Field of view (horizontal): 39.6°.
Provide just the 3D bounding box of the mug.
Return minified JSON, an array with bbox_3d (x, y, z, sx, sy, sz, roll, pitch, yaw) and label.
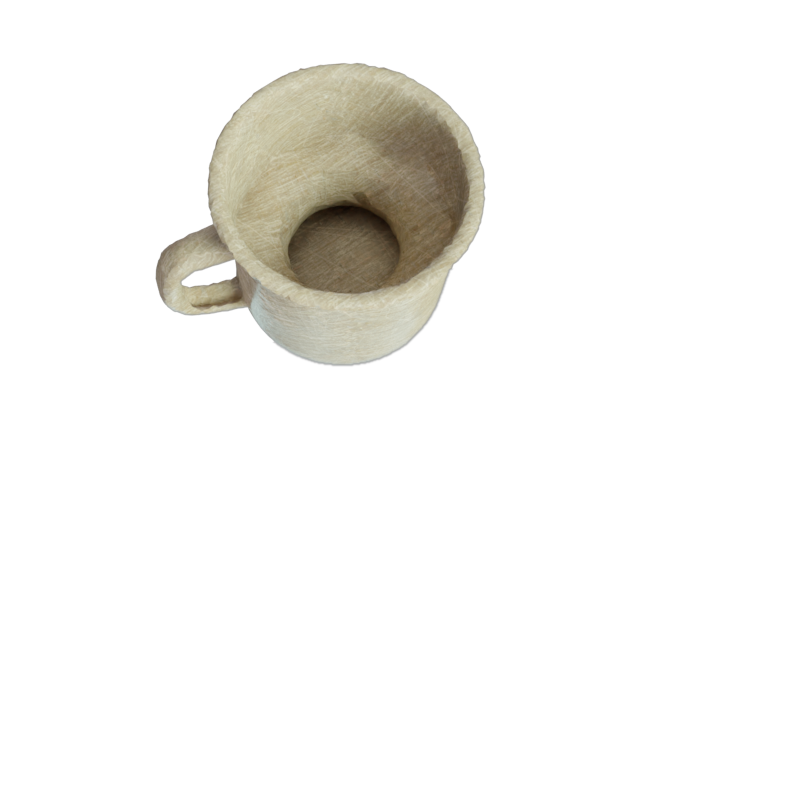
[{"bbox_3d":[-0.032,-0.058,0.404,0.117,0.098,0.078,-23,-19,-10],"label":"mug"}]
